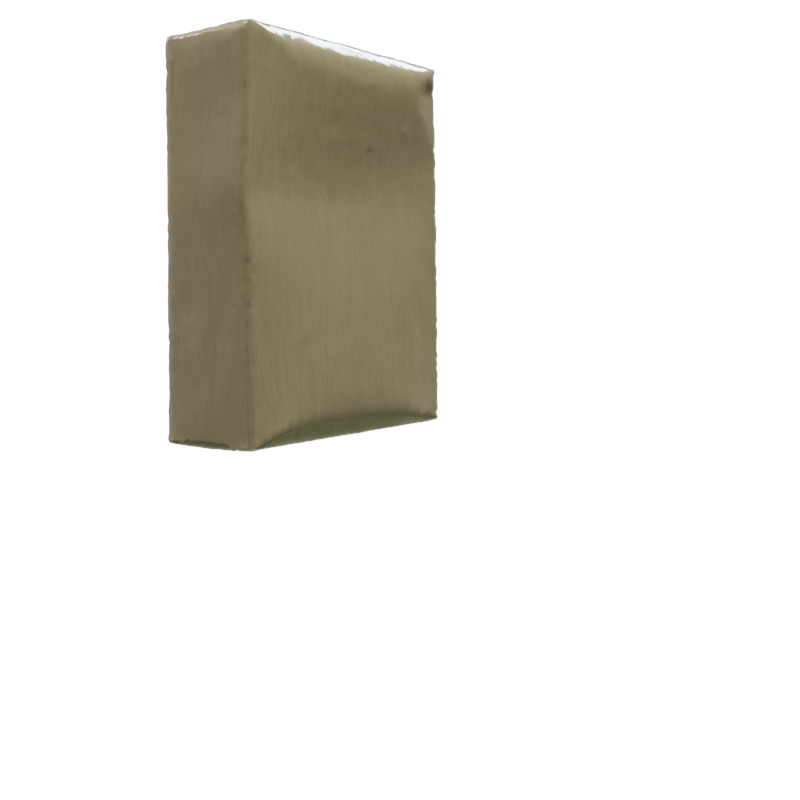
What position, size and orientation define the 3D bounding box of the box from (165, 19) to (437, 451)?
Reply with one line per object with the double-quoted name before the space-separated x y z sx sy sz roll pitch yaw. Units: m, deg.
"box" -0.048 -0.088 0.615 0.074 0.215 0.158 -2 -1 38
